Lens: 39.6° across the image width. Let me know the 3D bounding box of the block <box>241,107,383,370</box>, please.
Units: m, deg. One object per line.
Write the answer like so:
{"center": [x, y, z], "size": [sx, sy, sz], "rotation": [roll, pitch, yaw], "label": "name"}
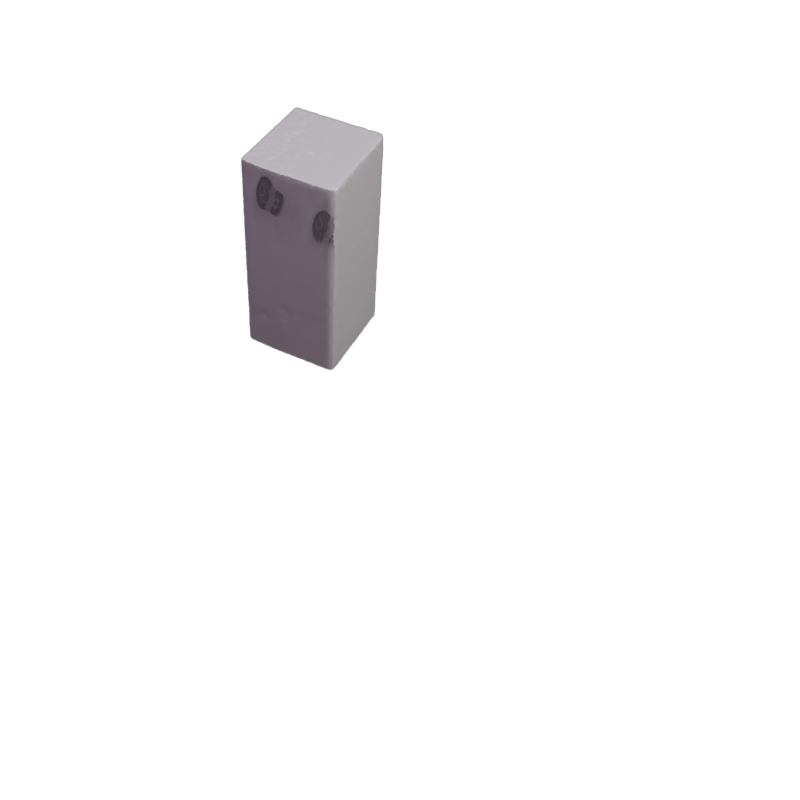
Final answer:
{"center": [-0.076, -0.139, 0.974], "size": [0.094, 0.192, 0.093], "rotation": [22, 47, 18], "label": "block"}
